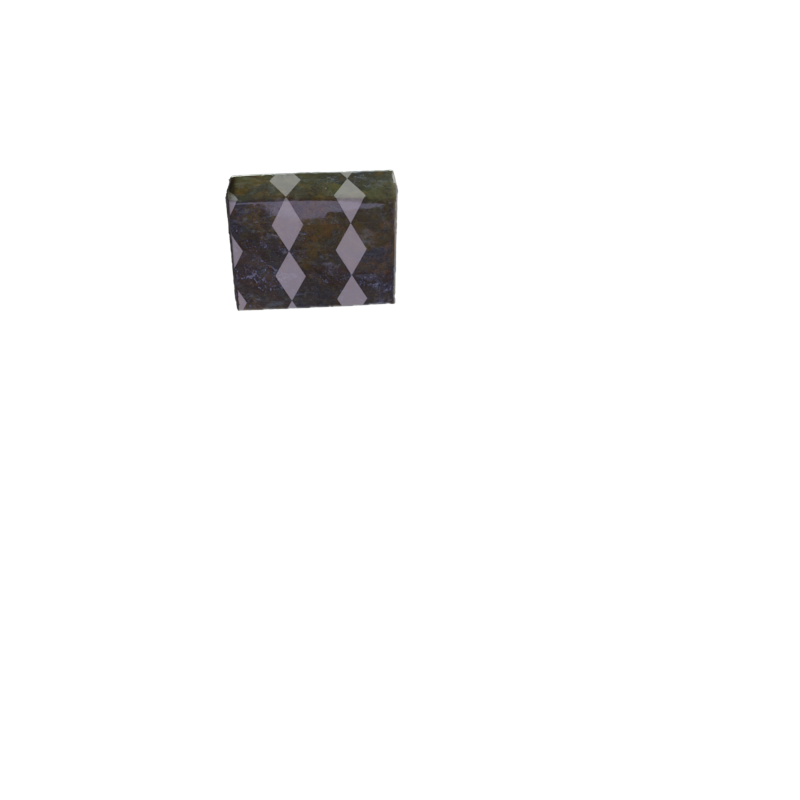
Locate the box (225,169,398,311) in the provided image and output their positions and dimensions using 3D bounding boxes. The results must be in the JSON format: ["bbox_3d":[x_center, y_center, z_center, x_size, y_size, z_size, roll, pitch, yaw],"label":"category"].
[{"bbox_3d":[-0.059,-0.107,0.751,0.113,0.084,0.042,0,36,0],"label":"box"}]
